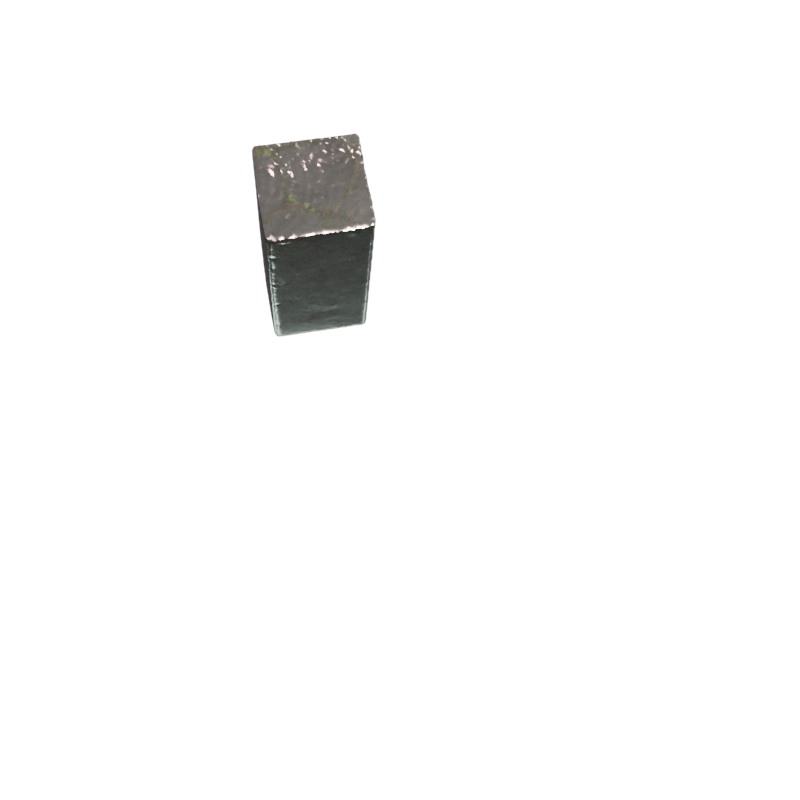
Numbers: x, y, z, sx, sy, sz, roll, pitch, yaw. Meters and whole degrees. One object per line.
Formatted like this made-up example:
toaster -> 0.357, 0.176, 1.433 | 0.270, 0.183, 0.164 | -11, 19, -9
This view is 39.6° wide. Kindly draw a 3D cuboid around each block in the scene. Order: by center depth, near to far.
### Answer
block -> -0.077, -0.139, 0.977 | 0.090, 0.095, 0.196 | -8, -20, -7
